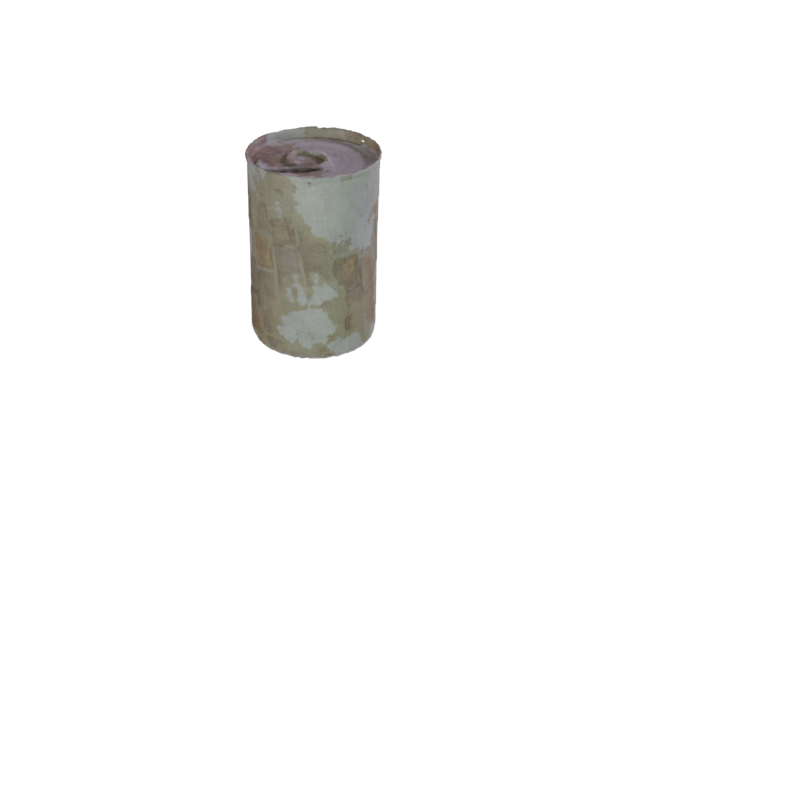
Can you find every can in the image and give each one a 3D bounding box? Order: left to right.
[{"bbox_3d":[-0.045,-0.082,0.572,0.068,0.096,0.073,0,30,-2],"label":"can"}]
